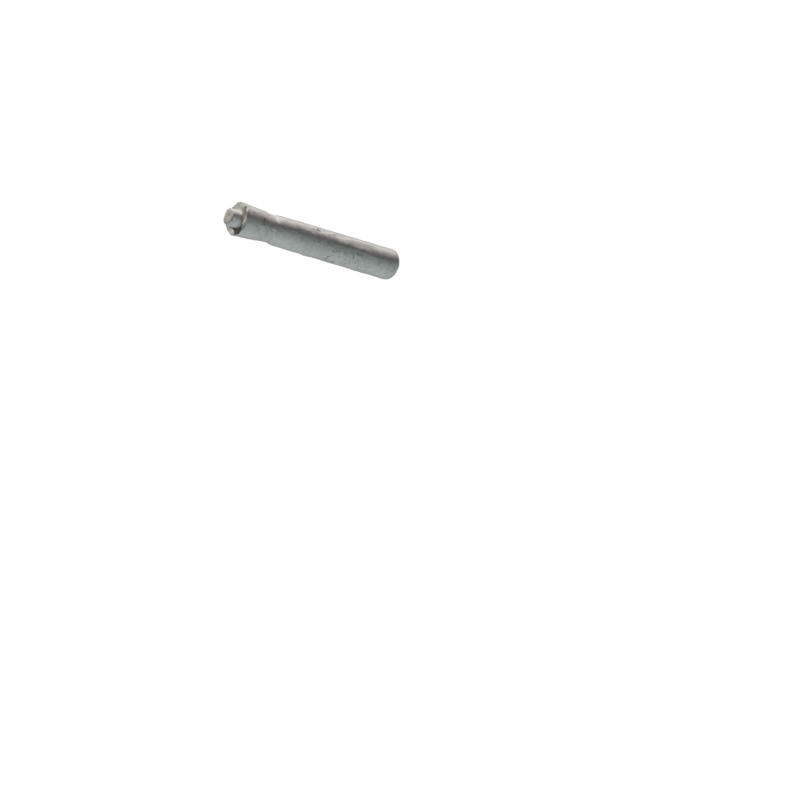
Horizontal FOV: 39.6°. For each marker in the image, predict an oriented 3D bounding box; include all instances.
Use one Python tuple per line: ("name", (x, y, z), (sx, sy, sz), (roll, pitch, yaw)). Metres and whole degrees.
("marker", (-0.049, -0.089, 0.623), (0.114, 0.020, 0.021), (11, -4, -41))
